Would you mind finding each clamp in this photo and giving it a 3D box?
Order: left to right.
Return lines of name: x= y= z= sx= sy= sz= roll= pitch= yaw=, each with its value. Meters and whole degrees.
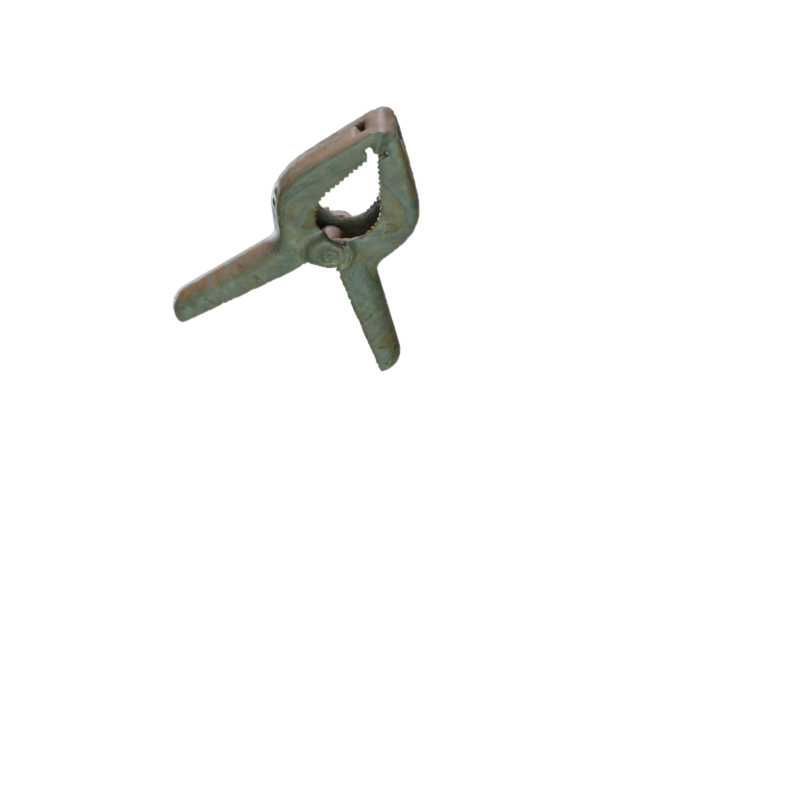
clamp: x=-0.057 y=-0.103 z=0.722 sx=0.162 sy=0.039 sz=0.199 roll=10 pitch=-45 yaw=-10
